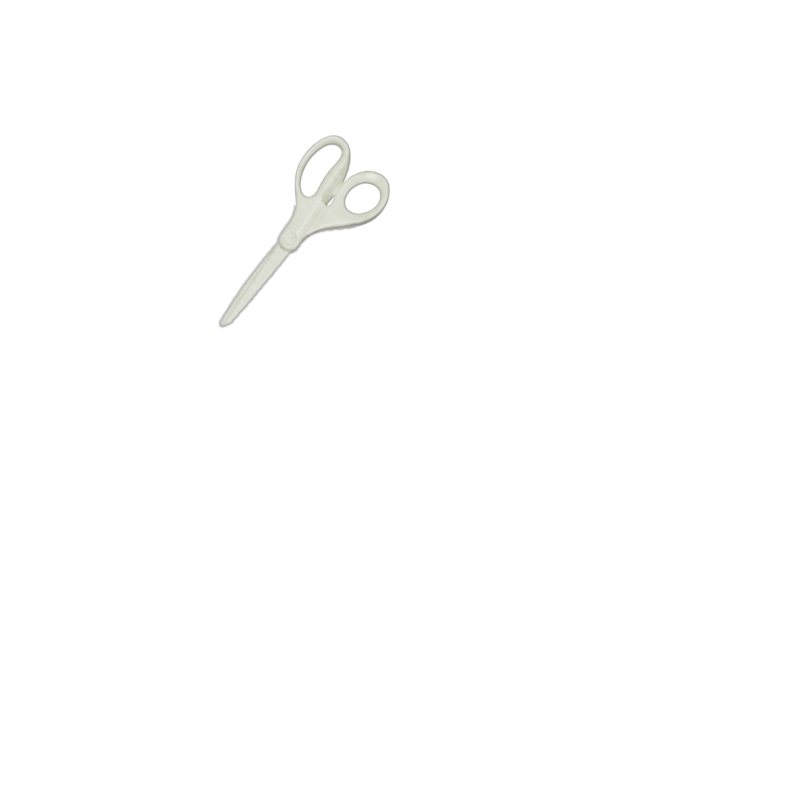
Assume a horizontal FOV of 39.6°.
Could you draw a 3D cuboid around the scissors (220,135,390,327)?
[{"bbox_3d":[-0.077,-0.140,0.981,0.097,0.207,0.015,19,-16,6],"label":"scissors"}]
